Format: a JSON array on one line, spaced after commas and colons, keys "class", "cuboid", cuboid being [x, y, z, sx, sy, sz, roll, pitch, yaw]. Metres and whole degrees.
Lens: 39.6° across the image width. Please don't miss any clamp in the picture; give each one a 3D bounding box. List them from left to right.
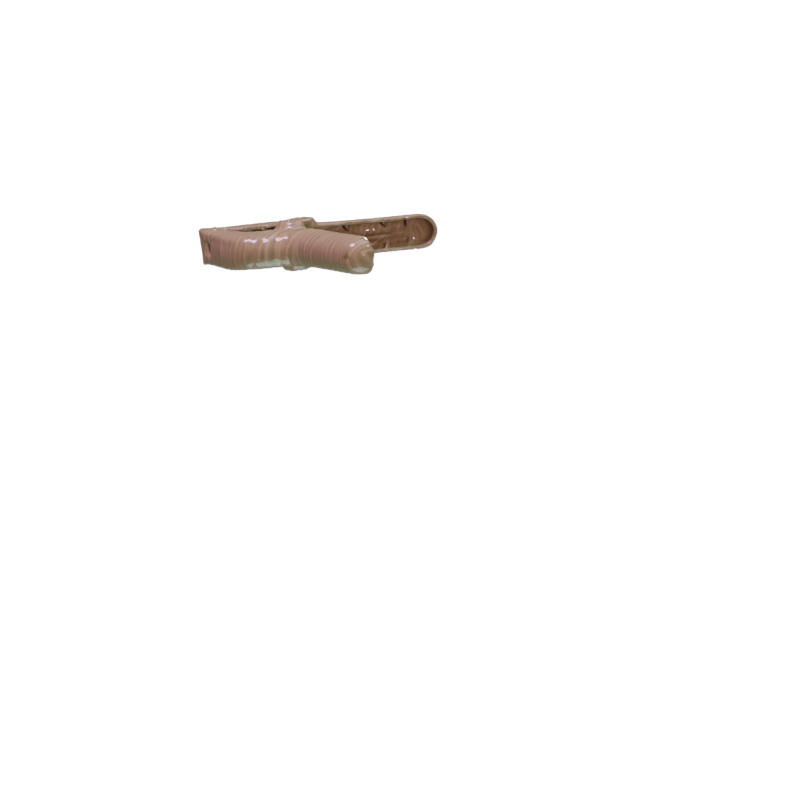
[{"class": "clamp", "cuboid": [-0.062, -0.113, 0.790, 0.179, 0.038, 0.117, 9, 15, 34]}]
